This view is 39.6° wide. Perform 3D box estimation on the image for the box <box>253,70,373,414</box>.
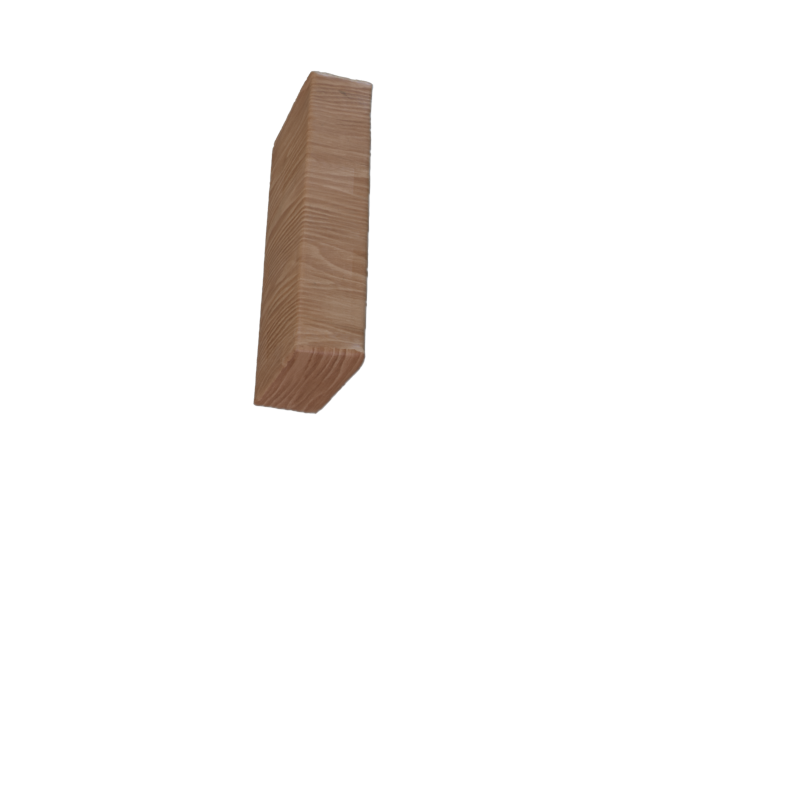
[{"bbox_3d":[-0.051,-0.092,0.641,0.047,0.187,0.091,8,-27,-19],"label":"box"}]
